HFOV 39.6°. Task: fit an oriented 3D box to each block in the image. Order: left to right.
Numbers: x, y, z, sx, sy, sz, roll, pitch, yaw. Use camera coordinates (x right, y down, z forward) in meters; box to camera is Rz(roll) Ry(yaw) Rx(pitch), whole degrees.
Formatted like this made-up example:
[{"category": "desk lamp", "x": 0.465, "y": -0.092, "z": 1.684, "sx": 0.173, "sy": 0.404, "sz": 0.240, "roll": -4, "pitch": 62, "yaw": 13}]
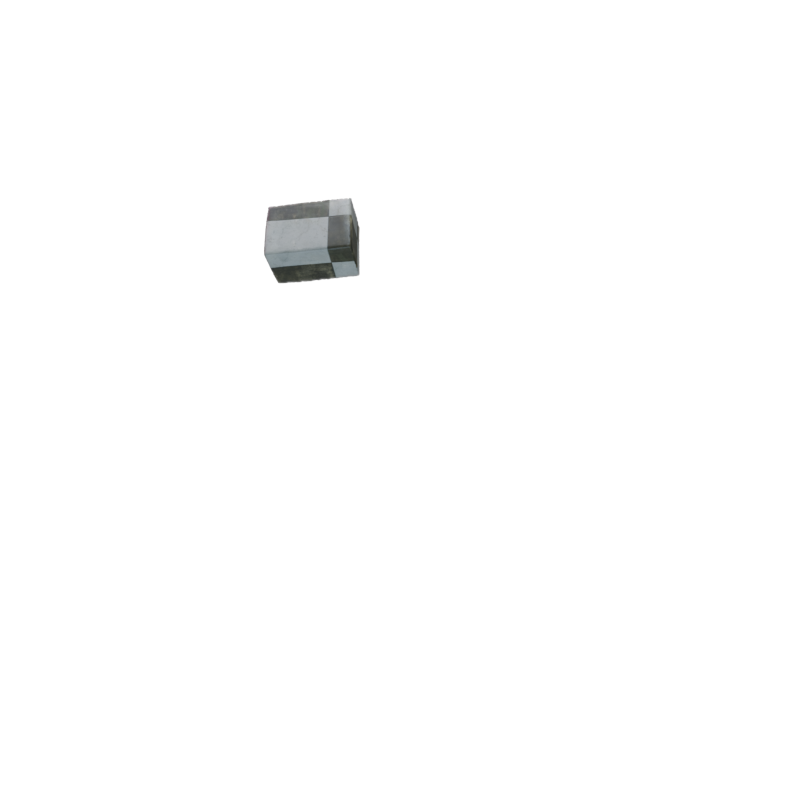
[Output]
[{"category": "block", "x": -0.077, "y": -0.141, "z": 0.988, "sx": 0.079, "sy": 0.055, "sz": 0.049, "roll": -5, "pitch": -29, "yaw": 8}]
